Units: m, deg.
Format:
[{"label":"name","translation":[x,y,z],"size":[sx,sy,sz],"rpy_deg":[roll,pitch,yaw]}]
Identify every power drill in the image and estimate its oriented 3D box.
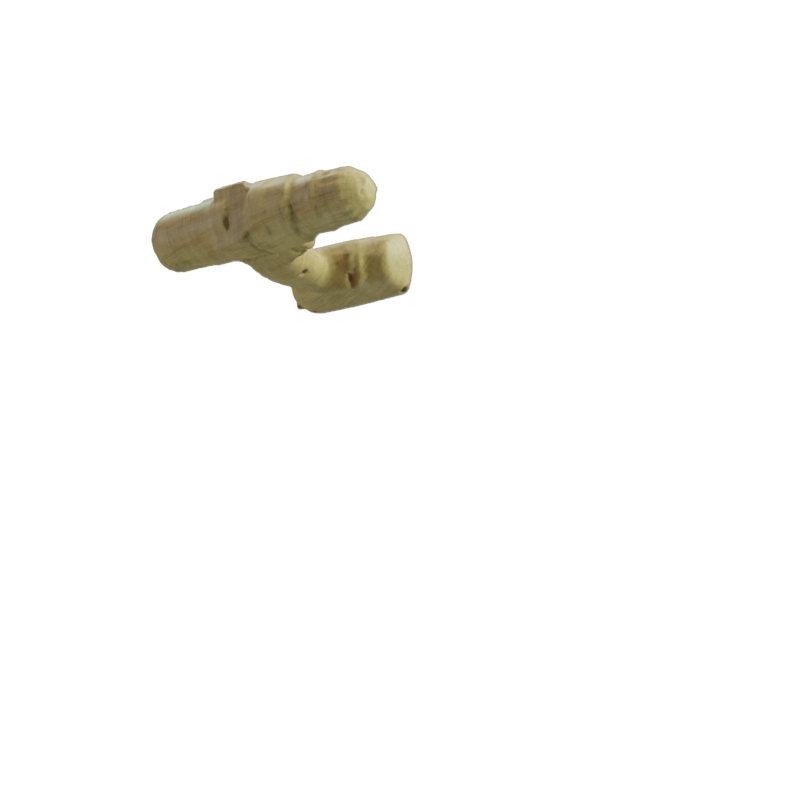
[{"label":"power drill","translation":[-0.066,-0.121,0.845],"size":[0.189,0.060,0.176],"rpy_deg":[-8,-15,30]}]
